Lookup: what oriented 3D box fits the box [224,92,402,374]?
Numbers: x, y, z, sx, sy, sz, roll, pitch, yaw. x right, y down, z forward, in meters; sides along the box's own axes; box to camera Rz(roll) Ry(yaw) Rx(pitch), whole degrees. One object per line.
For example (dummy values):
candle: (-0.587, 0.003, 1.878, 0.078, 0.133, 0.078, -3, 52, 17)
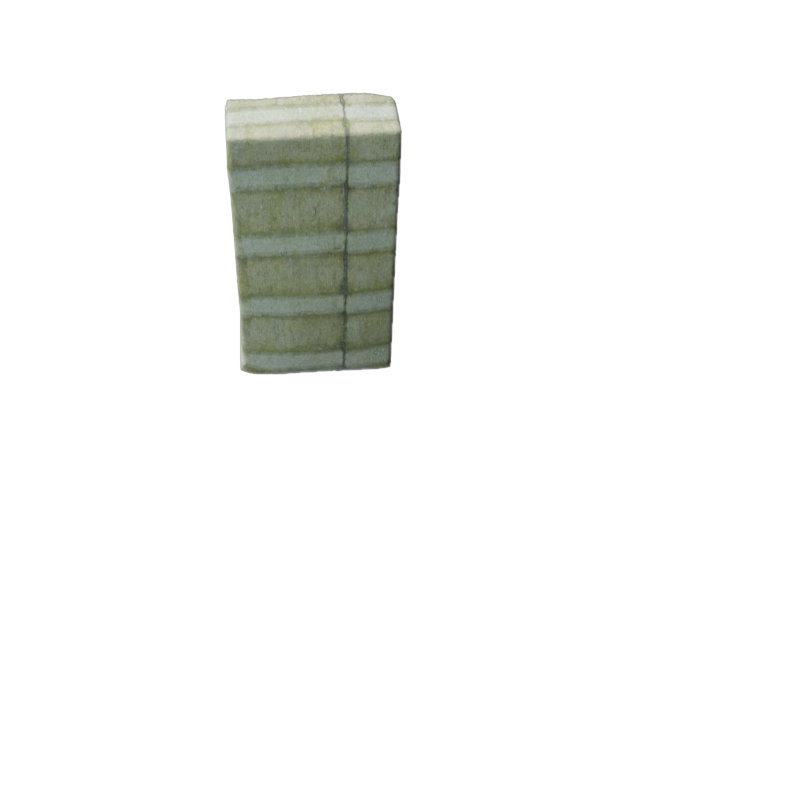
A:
box: (-0.049, -0.091, 0.634, 0.093, 0.164, 0.052, -2, 41, -5)
